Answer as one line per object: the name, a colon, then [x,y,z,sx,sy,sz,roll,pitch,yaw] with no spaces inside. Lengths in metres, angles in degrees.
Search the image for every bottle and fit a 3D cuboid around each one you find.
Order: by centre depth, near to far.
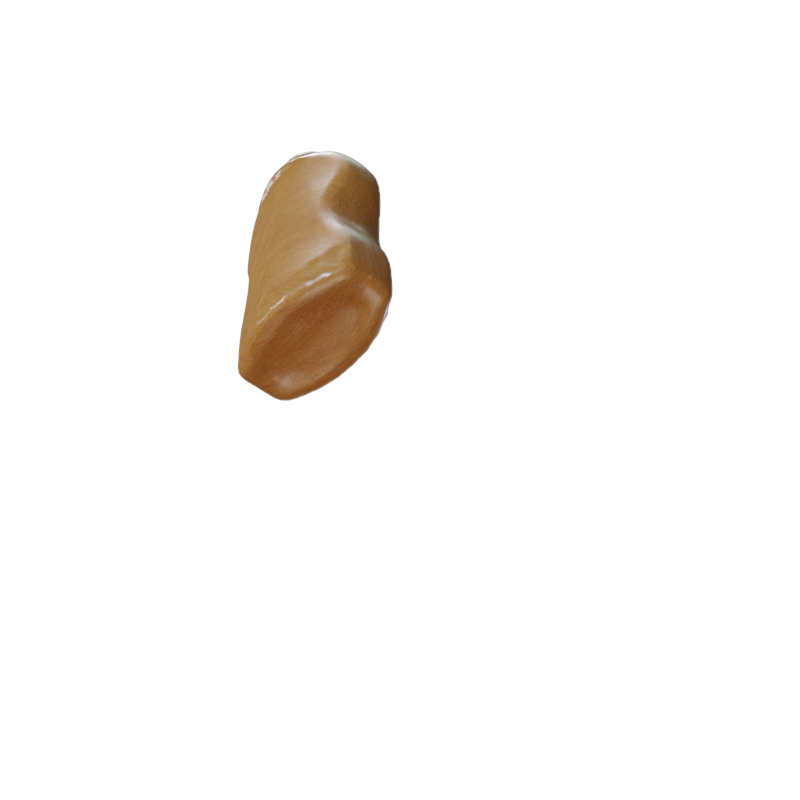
bottle: [-0.051,-0.093,0.651,0.056,0.094,0.205,32,29,-25]
